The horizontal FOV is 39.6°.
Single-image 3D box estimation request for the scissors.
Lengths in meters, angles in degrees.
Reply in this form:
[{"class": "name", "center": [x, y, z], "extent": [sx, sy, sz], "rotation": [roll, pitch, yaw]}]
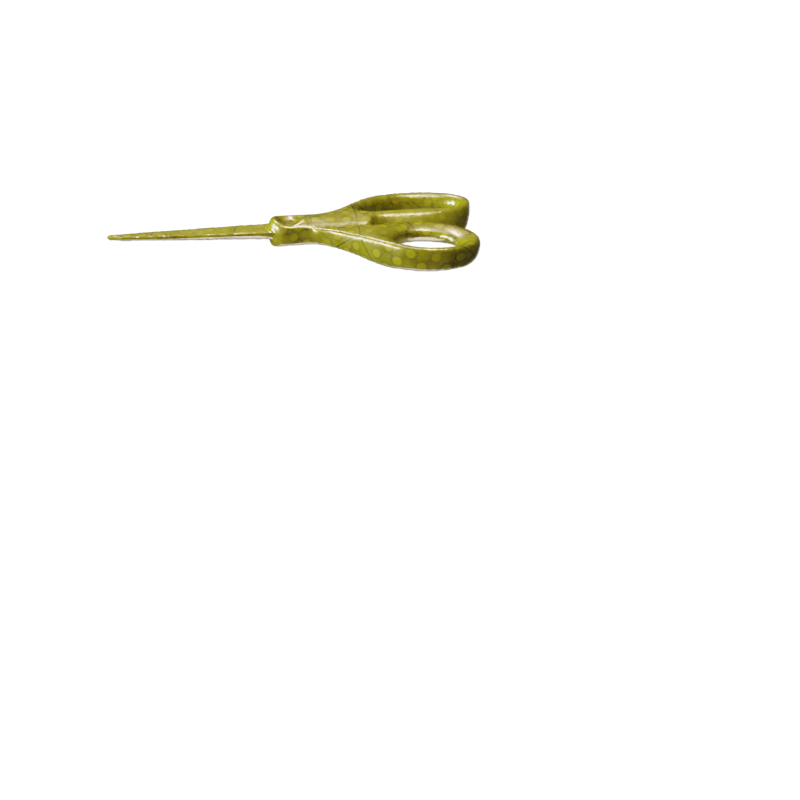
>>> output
[{"class": "scissors", "center": [-0.046, -0.084, 0.591], "extent": [0.198, 0.015, 0.103], "rotation": [-12, 31, -21]}]
